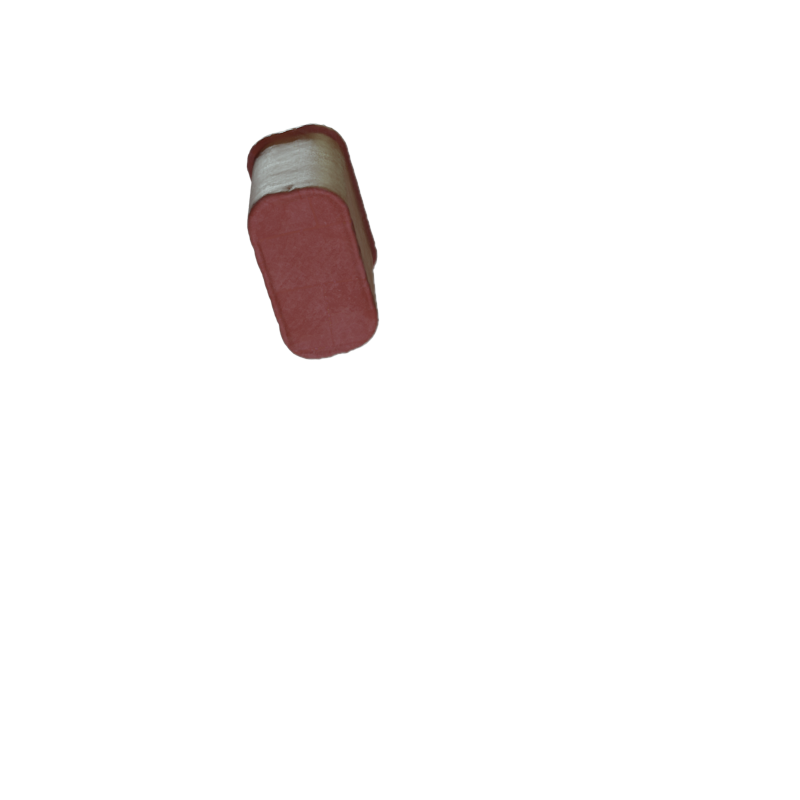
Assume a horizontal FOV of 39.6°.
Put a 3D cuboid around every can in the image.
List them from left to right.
[{"bbox_3d":[-0.046,-0.085,0.592,0.058,0.096,0.089,-14,29,5],"label":"can"}]
